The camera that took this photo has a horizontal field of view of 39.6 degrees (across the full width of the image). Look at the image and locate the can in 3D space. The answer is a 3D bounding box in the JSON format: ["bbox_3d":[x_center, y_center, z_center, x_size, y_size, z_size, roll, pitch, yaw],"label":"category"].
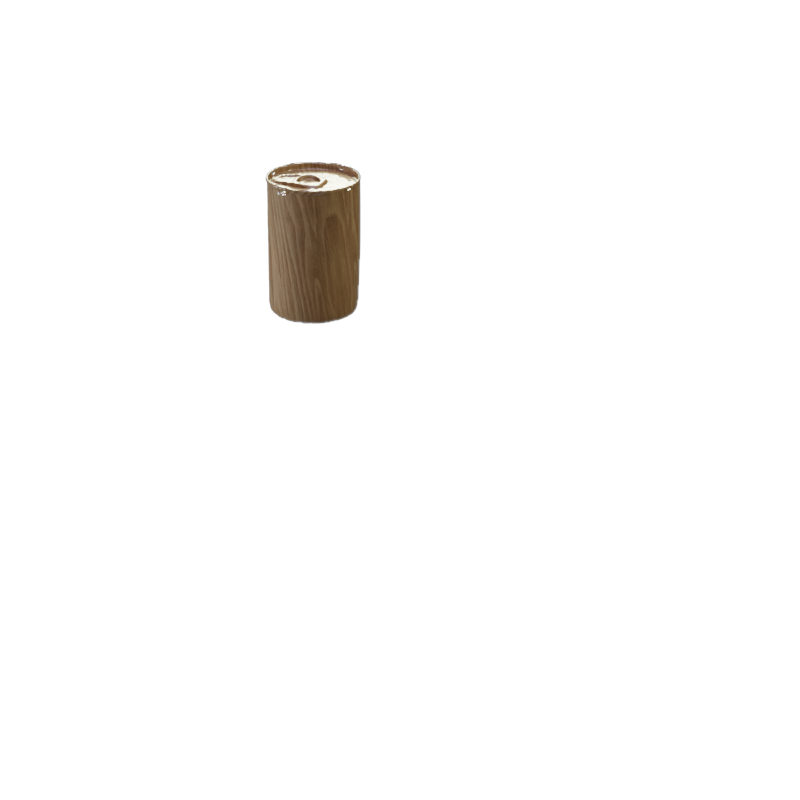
[{"bbox_3d":[-0.063,-0.115,0.808,0.068,0.097,0.072,0,25,-2],"label":"can"}]
